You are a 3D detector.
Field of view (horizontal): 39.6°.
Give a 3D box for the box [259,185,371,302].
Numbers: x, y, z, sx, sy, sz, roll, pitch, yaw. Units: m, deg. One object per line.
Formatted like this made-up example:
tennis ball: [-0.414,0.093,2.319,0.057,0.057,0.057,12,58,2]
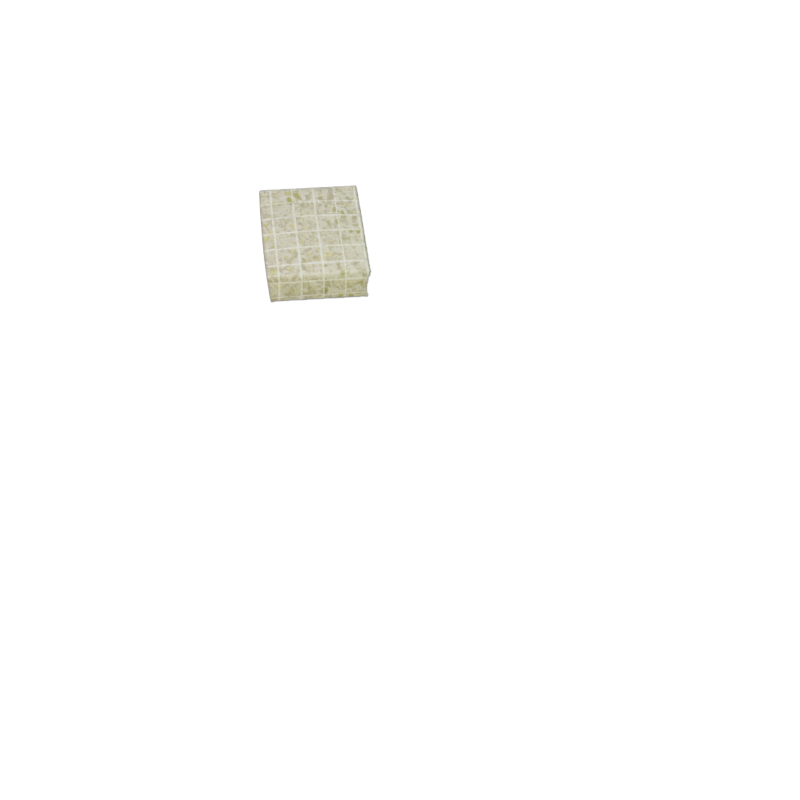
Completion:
box: [-0.077,-0.140,0.983,0.089,0.122,0.036,-5,-39,-5]
